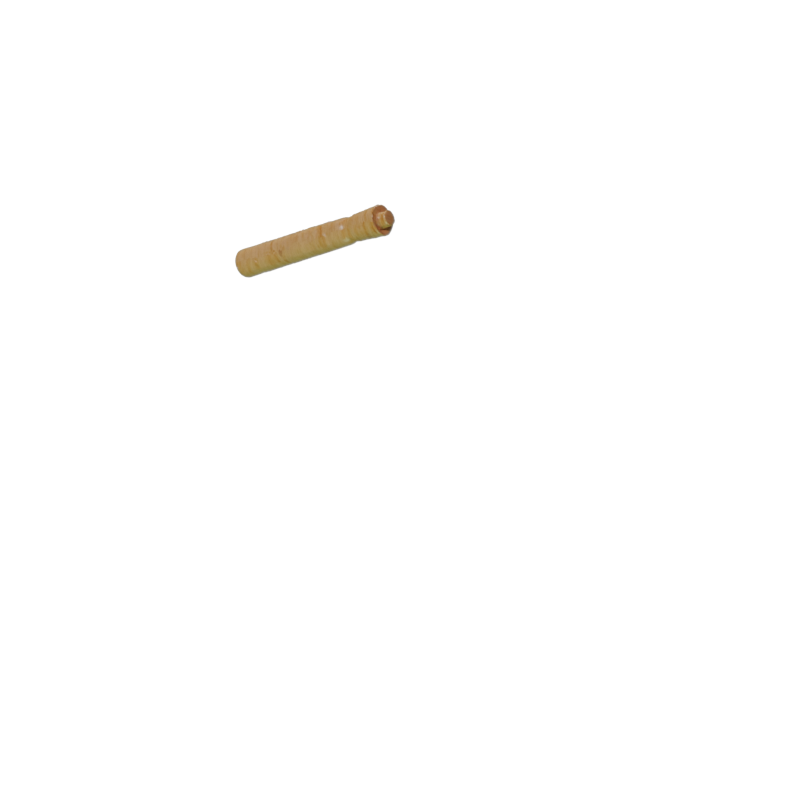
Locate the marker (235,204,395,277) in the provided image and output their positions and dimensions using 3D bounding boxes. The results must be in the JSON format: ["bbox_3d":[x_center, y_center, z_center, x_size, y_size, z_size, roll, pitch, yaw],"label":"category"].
[{"bbox_3d":[-0.053,-0.096,0.673,0.123,0.020,0.019,-10,-4,40],"label":"marker"}]
